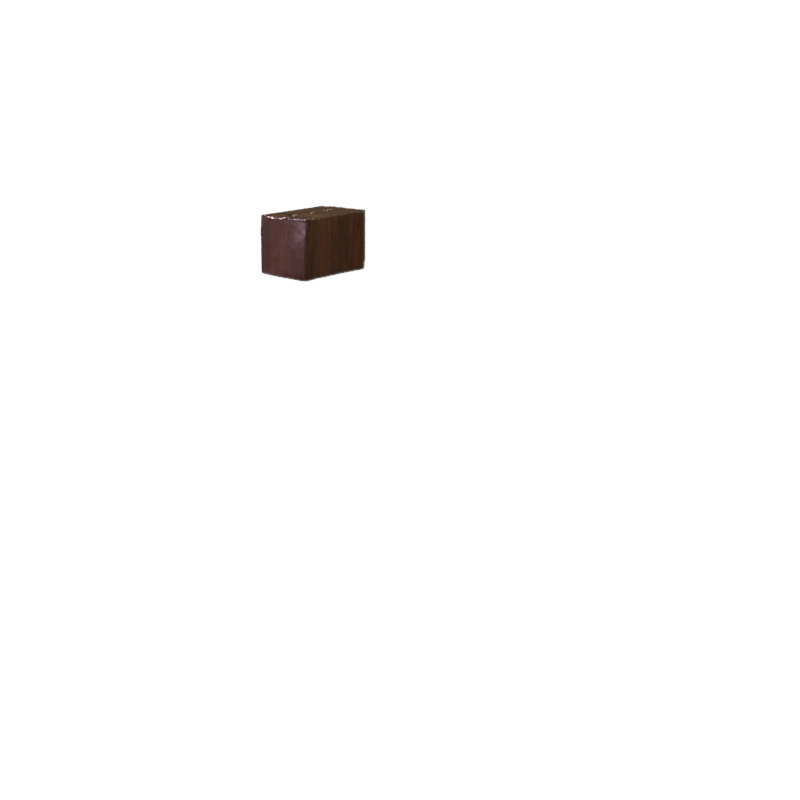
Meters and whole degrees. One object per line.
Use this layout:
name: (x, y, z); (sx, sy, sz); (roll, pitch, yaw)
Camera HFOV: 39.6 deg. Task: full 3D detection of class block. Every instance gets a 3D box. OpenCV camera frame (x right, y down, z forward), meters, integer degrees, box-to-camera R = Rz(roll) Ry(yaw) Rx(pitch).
block: (-0.073, -0.133, 0.929); (0.055, 0.050, 0.076); (11, 18, 37)
